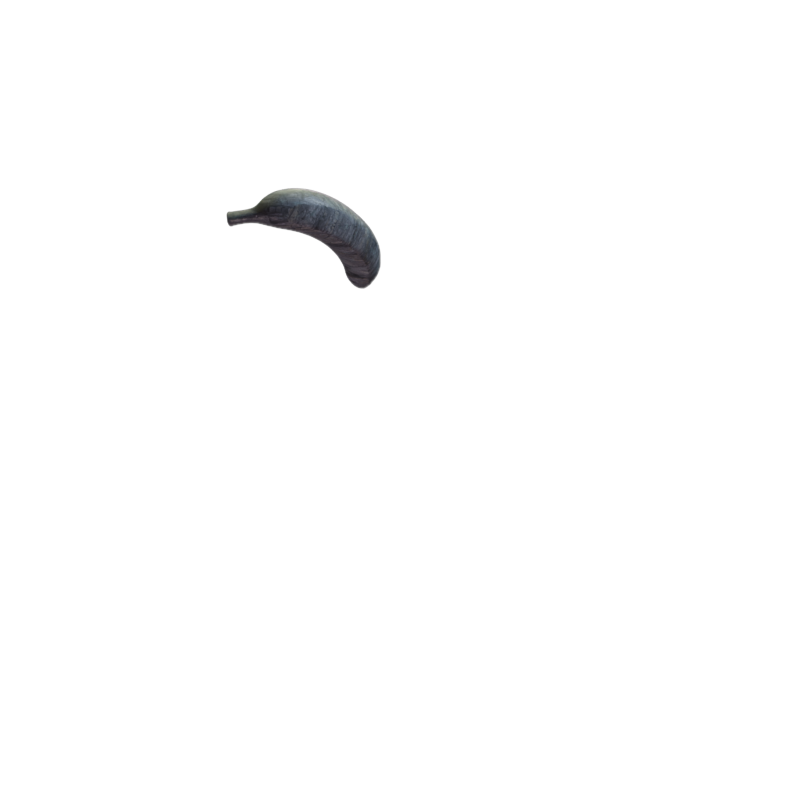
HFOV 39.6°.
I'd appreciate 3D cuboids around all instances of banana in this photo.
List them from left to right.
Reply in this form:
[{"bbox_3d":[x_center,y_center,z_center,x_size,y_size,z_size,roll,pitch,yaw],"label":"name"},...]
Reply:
[{"bbox_3d":[-0.062,-0.142,0.952,0.071,0.039,0.185,-13,-21,32],"label":"banana"}]
